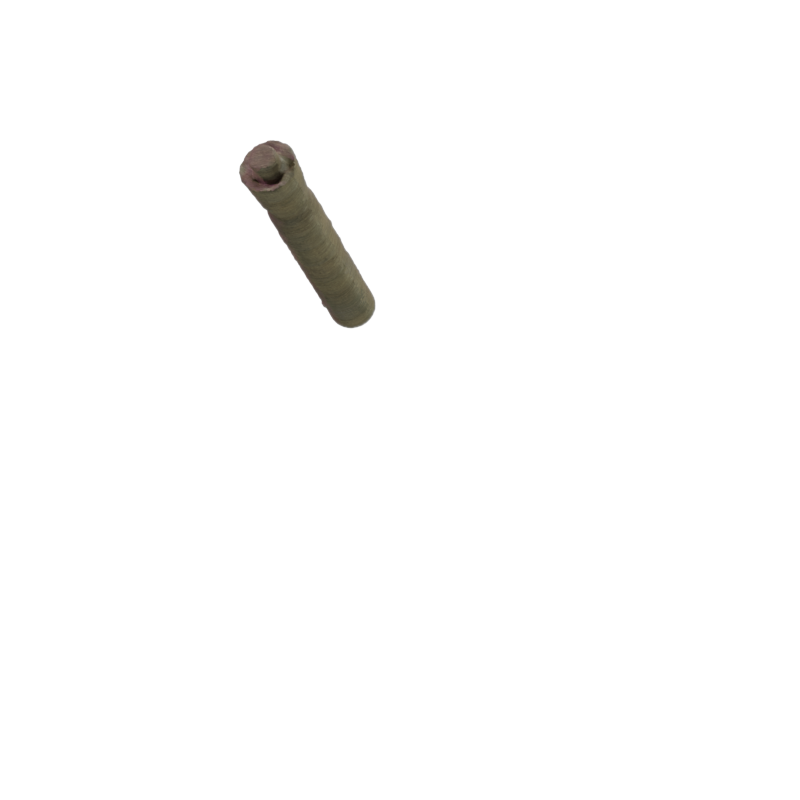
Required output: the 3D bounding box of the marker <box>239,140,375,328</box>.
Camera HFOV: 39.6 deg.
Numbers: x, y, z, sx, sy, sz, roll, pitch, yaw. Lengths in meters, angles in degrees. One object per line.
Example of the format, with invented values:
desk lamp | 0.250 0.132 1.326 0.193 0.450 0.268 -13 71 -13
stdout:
marker | -0.031 -0.056 0.395 0.020 0.021 0.113 2 -19 14
